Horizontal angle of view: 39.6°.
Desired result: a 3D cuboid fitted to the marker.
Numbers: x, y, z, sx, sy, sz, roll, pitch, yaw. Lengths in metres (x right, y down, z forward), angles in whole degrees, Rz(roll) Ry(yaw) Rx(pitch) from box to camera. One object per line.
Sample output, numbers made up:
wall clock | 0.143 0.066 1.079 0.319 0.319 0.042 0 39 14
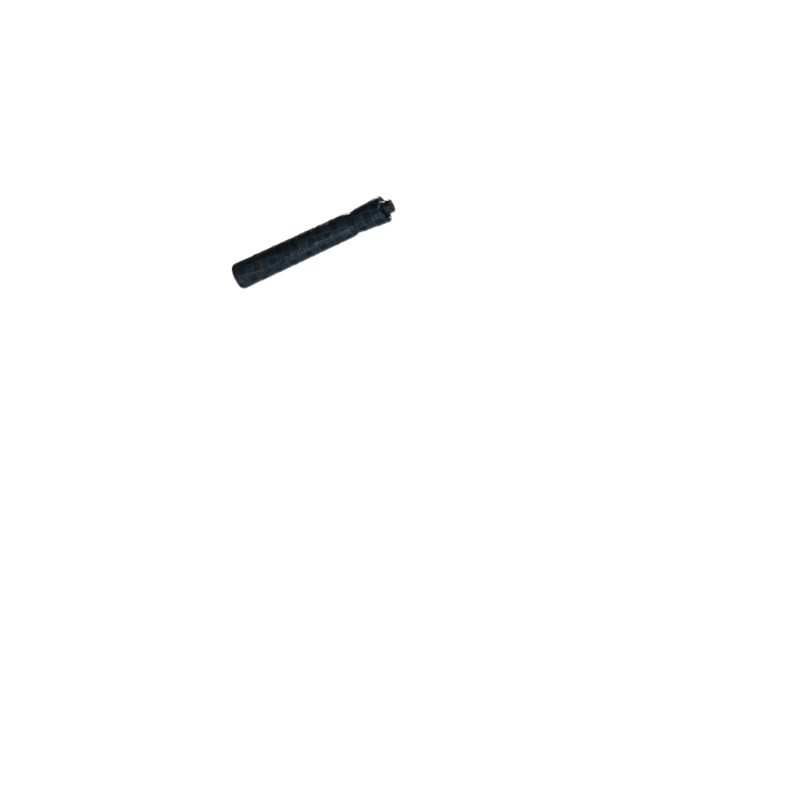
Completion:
marker | -0.058 -0.106 0.742 0.121 0.020 0.019 -22 -4 20
